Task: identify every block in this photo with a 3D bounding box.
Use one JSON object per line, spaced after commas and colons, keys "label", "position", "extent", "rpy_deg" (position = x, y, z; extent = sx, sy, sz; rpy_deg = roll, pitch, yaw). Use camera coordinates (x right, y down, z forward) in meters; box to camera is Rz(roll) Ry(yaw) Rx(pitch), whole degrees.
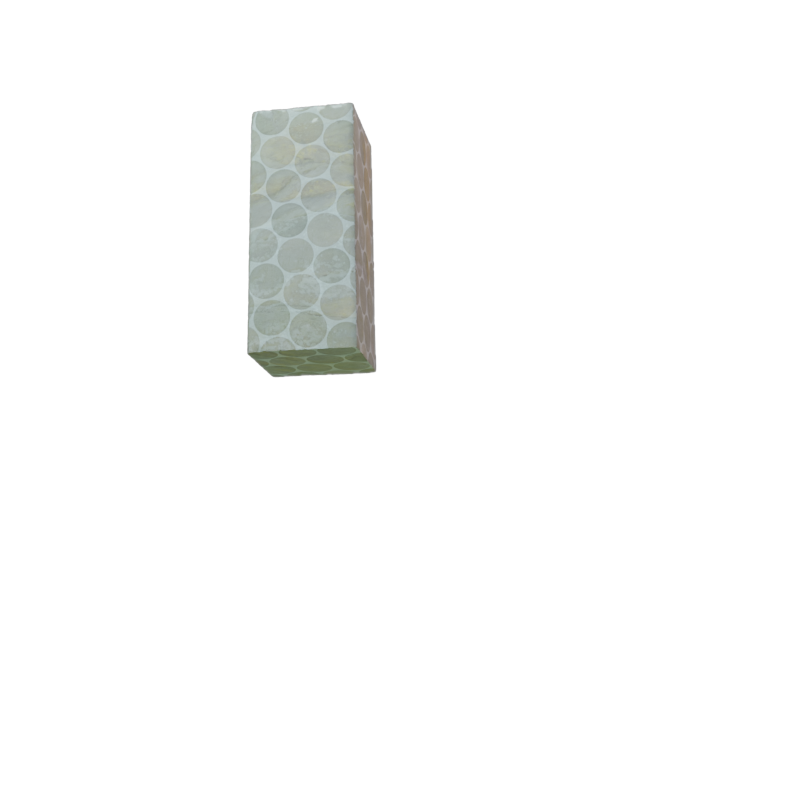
{"label": "block", "position": [-0.073, -0.131, 0.919], "extent": [0.091, 0.215, 0.086], "rpy_deg": [-4, -18, 9]}
